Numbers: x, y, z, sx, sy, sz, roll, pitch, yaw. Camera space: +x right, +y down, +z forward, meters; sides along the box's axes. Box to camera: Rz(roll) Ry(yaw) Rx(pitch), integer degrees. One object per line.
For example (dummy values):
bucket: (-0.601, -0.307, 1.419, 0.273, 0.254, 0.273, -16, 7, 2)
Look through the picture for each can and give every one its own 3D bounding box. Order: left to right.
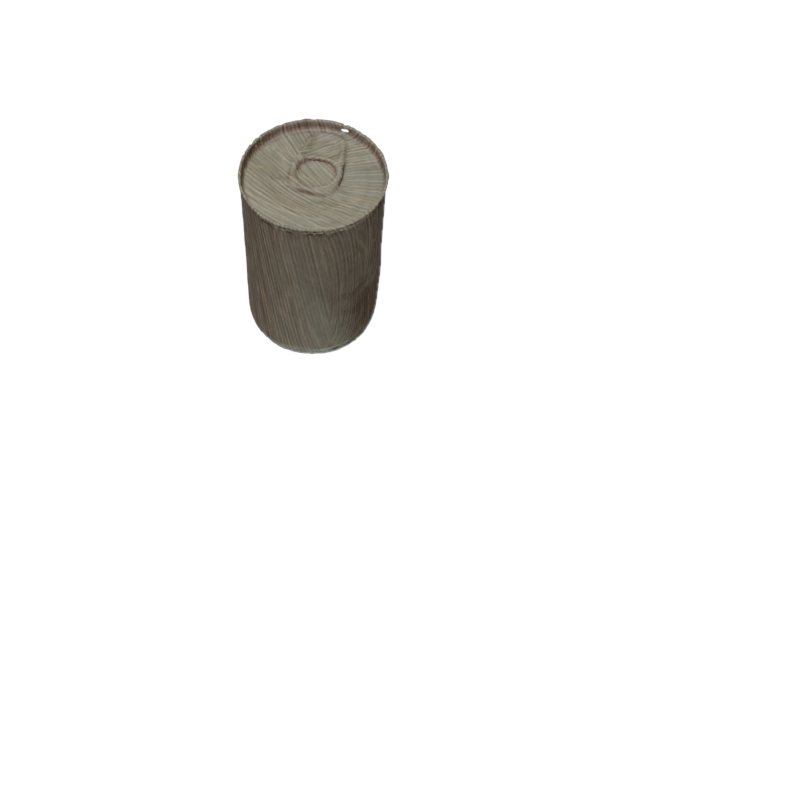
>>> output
can: (-0.042, -0.077, 0.537, 0.068, 0.073, 0.096, 0, -33, -3)
